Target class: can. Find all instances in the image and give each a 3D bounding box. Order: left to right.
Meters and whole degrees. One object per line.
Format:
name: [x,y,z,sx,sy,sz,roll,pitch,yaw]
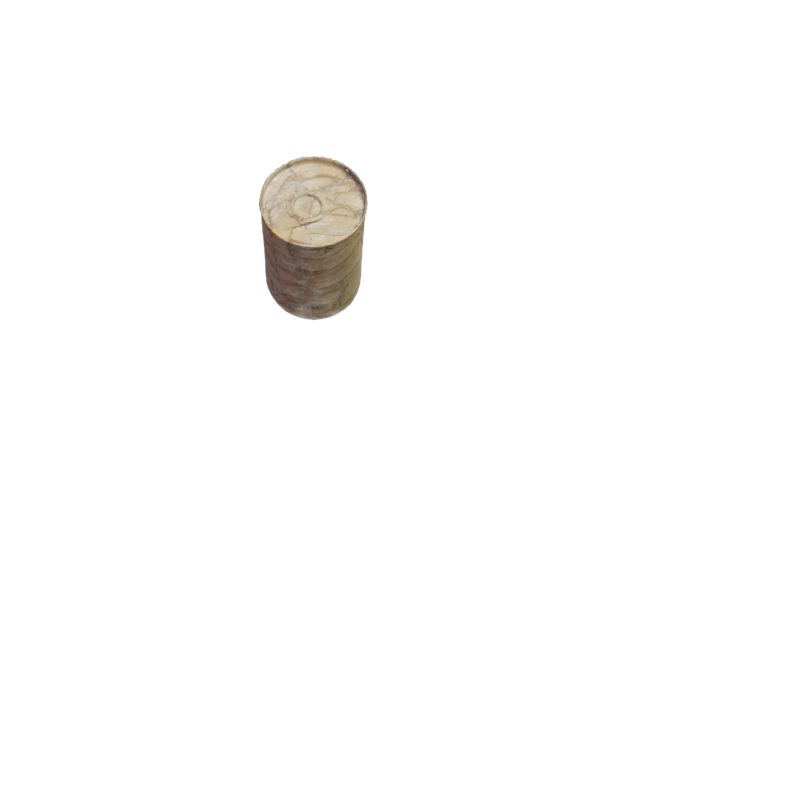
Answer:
can: [-0.058,-0.105,0.735,0.068,0.073,0.096,0,-26,-3]
